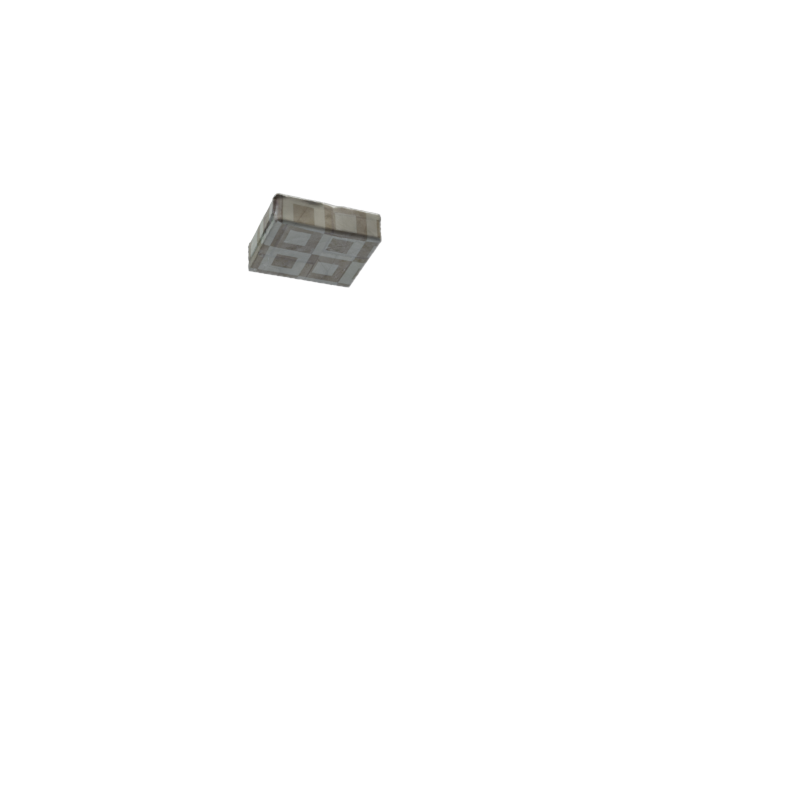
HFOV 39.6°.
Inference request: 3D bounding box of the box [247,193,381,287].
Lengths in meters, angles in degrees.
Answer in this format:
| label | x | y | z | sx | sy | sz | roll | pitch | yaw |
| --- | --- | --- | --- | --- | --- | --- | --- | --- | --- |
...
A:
| label | x | y | z | sx | sy | sz | roll | pitch | yaw |
| --- | --- | --- | --- | --- | --- | --- | --- | --- | --- |
| box | -0.069 | -0.125 | 0.874 | 0.087 | 0.032 | 0.070 | 10 | -31 | -17 |
